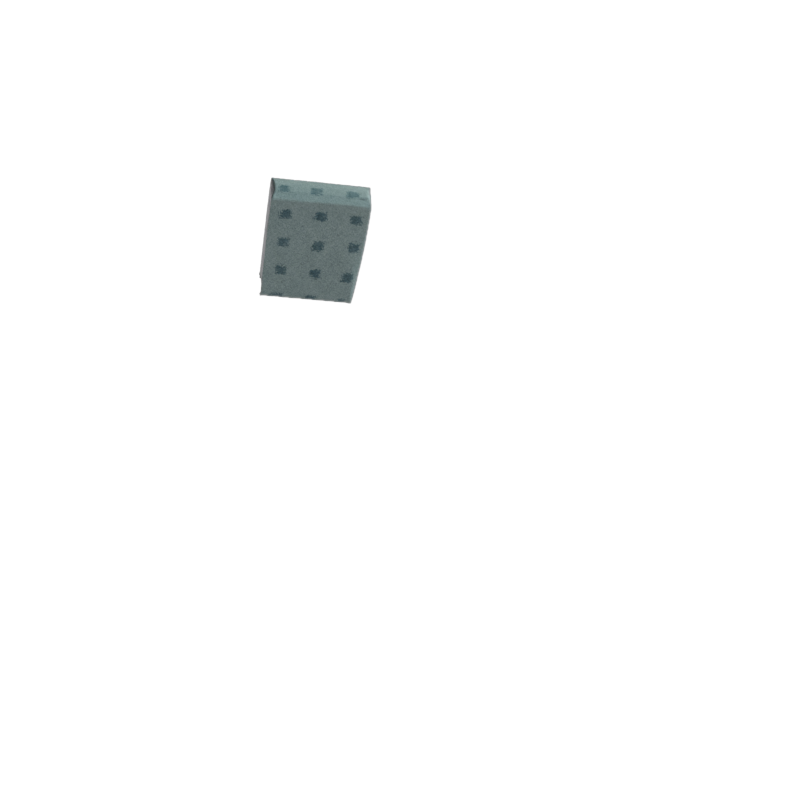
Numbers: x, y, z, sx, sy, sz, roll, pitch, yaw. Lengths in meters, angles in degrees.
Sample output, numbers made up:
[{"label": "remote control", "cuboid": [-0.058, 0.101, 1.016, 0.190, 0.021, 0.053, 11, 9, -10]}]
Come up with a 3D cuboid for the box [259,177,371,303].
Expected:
[{"label": "box", "cuboid": [-0.078, -0.142, 0.997, 0.089, 0.107, 0.042, 7, 37, -6]}]
